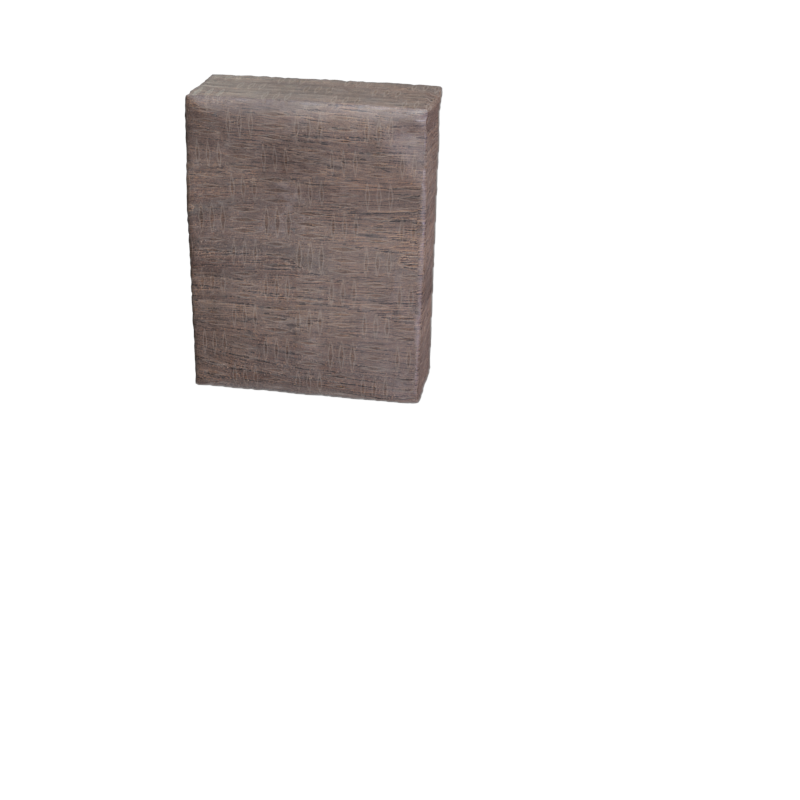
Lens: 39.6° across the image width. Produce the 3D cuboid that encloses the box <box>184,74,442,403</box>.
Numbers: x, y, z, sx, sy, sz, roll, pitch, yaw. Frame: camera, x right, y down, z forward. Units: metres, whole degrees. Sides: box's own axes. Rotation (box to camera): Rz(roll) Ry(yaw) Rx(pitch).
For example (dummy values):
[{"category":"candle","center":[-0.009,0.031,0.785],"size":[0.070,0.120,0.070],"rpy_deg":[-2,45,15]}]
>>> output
[{"category":"box","center":[-0.060,-0.109,0.763],"size":[0.167,0.203,0.074],"rpy_deg":[6,24,10]}]
